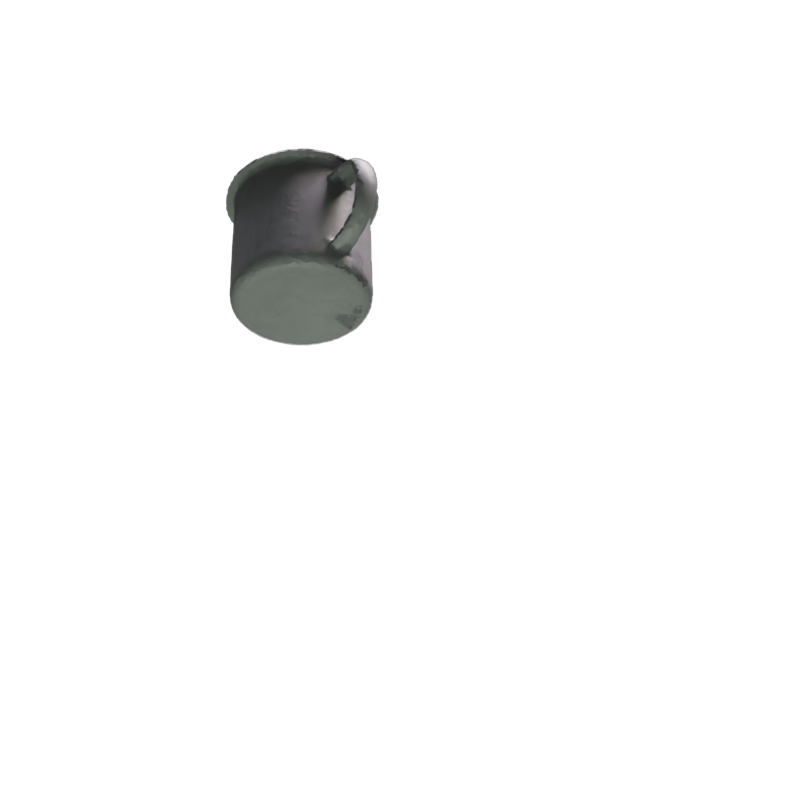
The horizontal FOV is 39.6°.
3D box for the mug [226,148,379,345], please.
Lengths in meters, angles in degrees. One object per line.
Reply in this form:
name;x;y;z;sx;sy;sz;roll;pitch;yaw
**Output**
mug;-0.050;-0.092;0.642;0.088;0.087;0.115;24;-44;-30
